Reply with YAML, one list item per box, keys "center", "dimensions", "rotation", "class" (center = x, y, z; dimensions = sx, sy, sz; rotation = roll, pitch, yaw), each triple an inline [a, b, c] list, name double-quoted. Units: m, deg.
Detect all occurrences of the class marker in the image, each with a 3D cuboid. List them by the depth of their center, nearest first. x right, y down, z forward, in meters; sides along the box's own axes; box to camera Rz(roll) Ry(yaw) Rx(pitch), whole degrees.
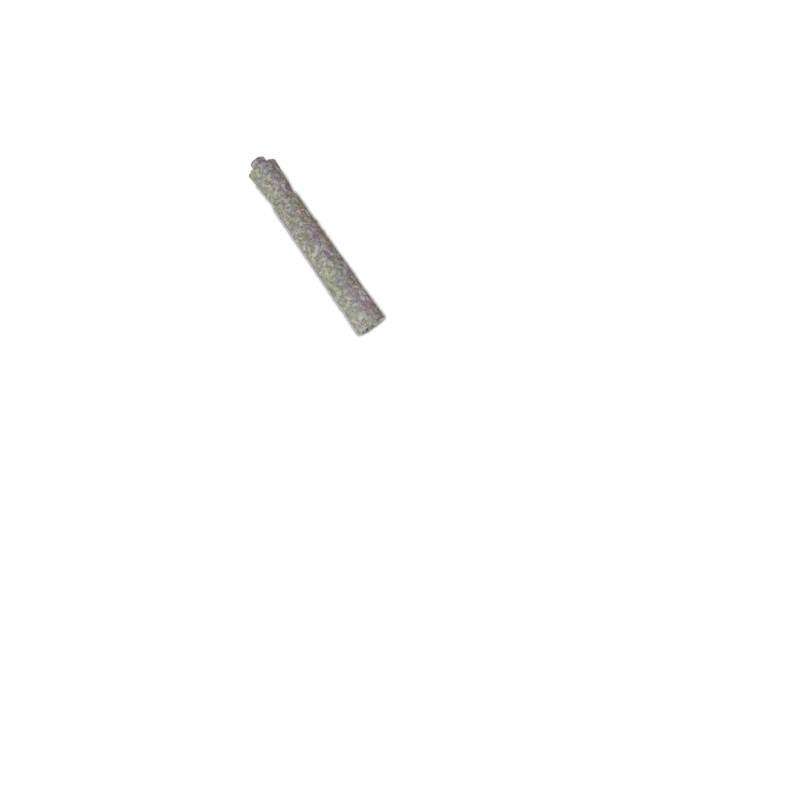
- center: [-0.050, -0.092, 0.641]
  dimensions: [0.020, 0.125, 0.019]
  rotation: [-32, -13, -9]
  class: "marker"
